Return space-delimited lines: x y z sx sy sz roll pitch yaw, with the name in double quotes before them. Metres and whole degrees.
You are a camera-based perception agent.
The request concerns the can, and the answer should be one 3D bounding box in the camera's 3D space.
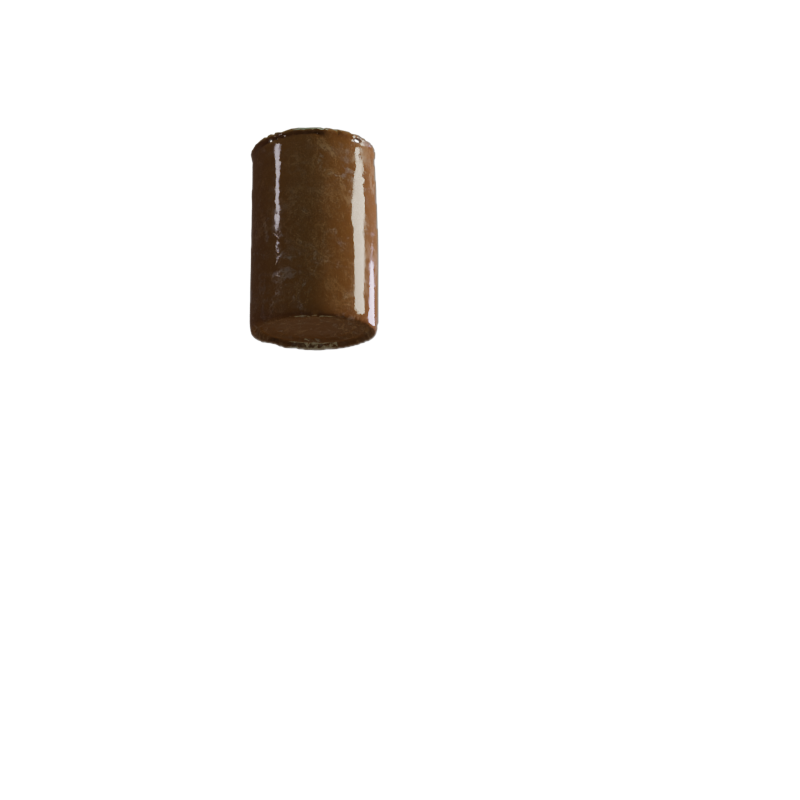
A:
"can" -0.046 -0.084 0.587 0.068 0.107 0.066 0 -18 -2
